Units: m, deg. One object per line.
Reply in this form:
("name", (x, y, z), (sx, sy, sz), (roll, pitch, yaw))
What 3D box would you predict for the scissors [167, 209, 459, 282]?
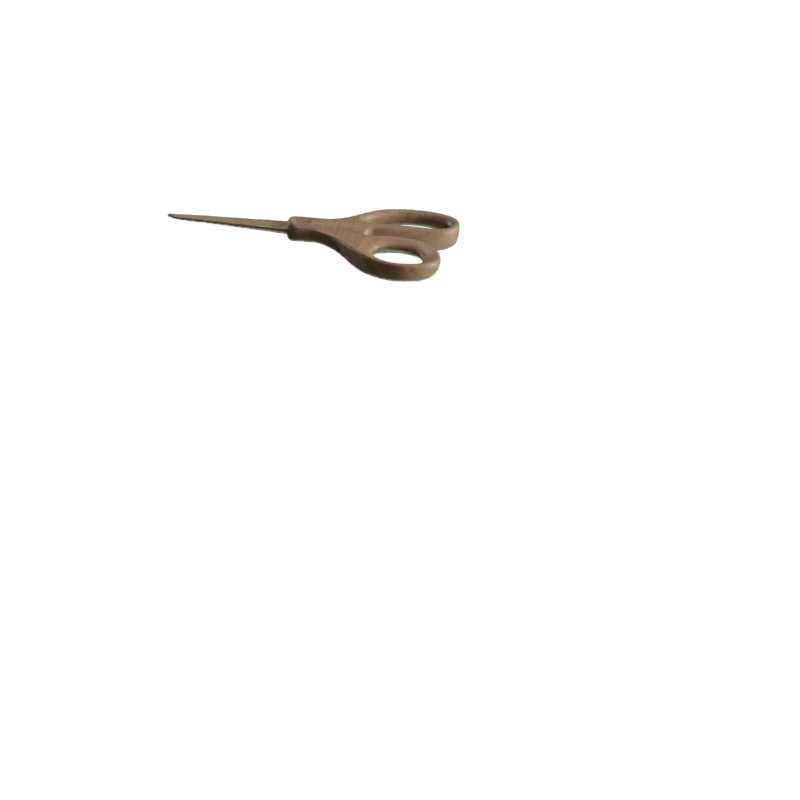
("scissors", (-0.058, -0.106, 0.746), (0.201, 0.015, 0.102), (-2, 32, -3))
